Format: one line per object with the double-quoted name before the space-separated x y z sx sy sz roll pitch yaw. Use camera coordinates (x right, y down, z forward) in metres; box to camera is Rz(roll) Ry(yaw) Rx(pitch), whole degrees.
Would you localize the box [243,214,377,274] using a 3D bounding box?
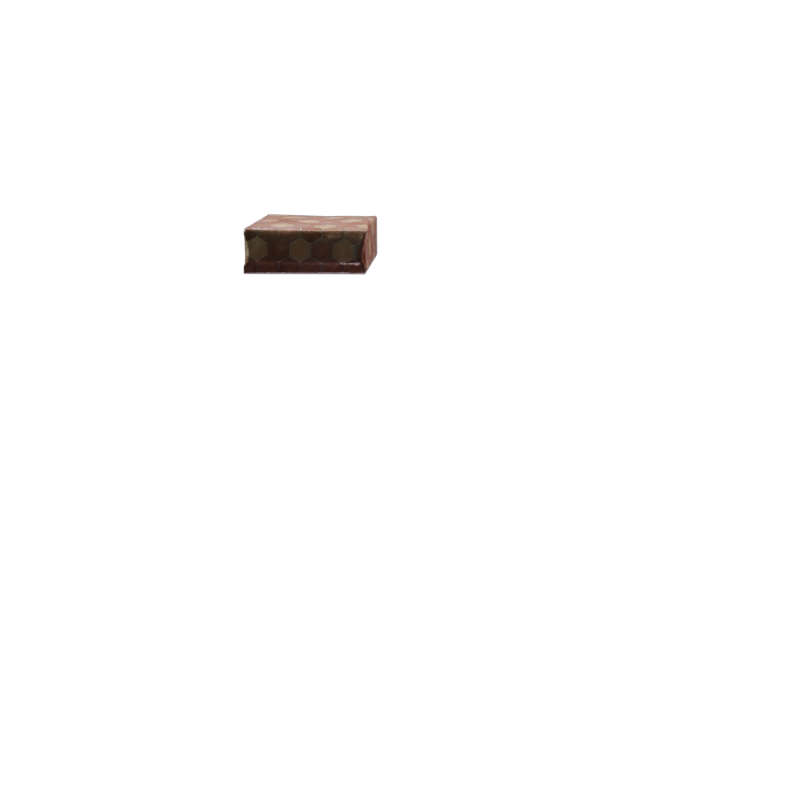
"box" -0.053 -0.098 0.683 0.074 0.029 0.091 1 14 5
